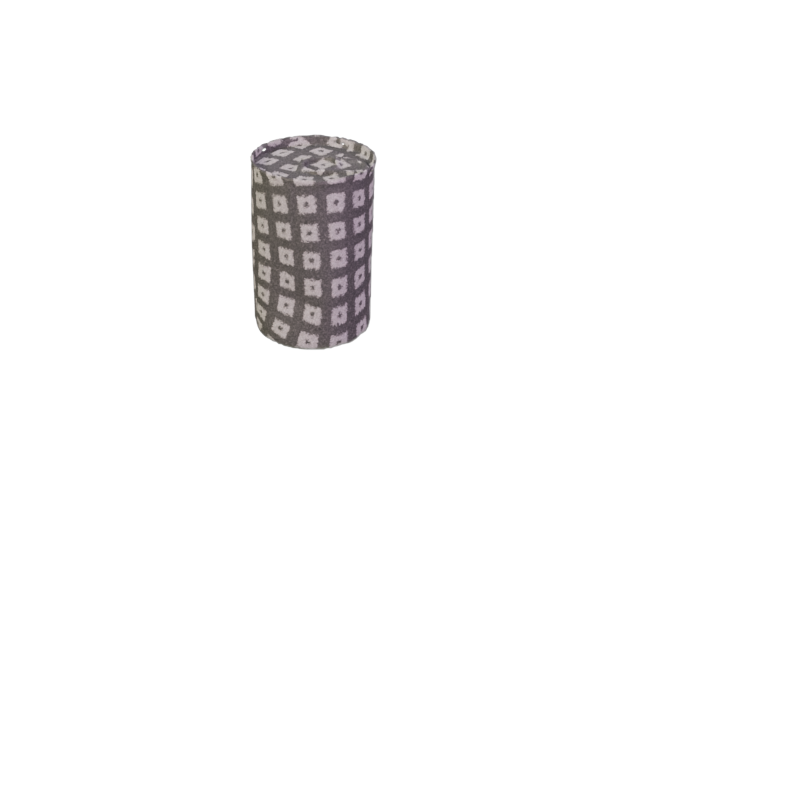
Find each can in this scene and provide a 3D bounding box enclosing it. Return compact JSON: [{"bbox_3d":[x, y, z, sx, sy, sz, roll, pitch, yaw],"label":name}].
[{"bbox_3d":[-0.048,-0.088,0.616,0.068,0.097,0.073,0,28,-2],"label":"can"}]
